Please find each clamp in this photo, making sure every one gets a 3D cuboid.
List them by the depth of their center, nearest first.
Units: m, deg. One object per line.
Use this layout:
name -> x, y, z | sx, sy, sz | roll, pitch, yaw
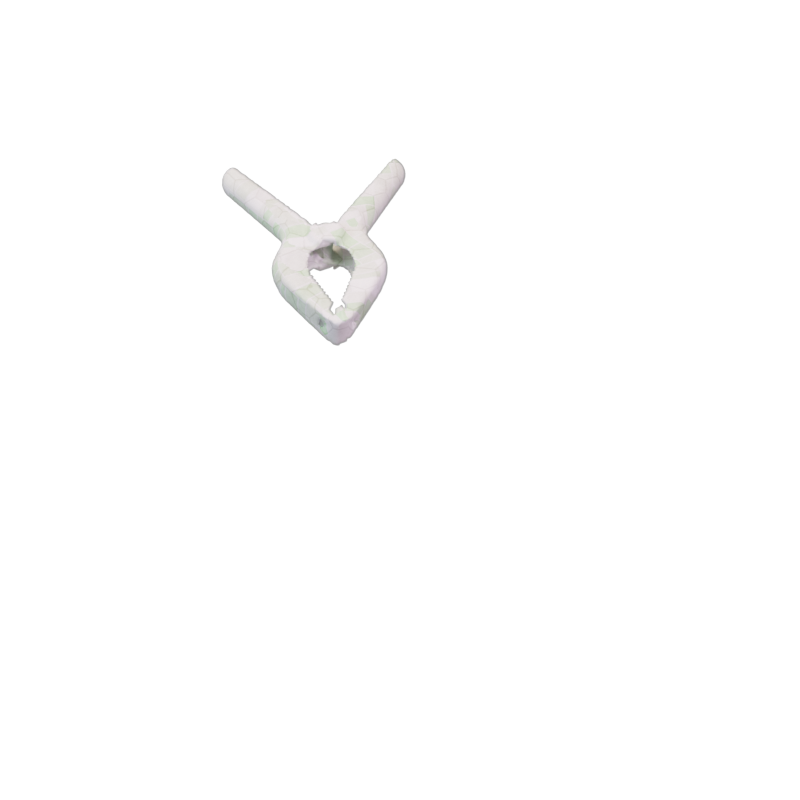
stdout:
clamp -> -0.073, -0.134, 0.938 | 0.164, 0.226, 0.034 | -1, -43, -1
